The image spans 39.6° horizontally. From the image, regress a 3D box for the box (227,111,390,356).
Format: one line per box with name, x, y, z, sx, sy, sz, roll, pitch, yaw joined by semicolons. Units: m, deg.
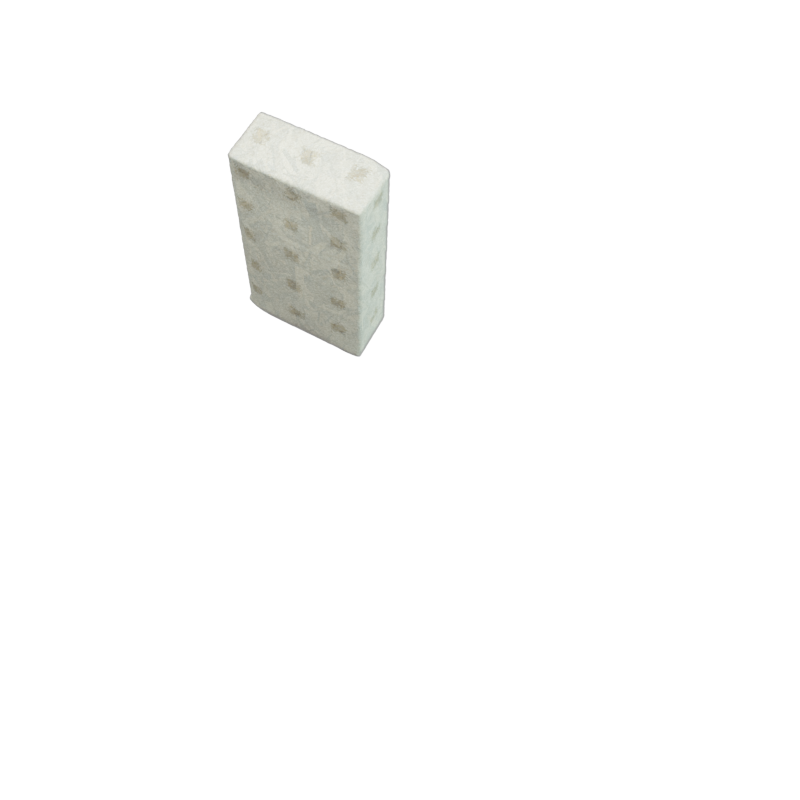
box;-0.056;-0.103;0.720;0.096;0.049;0.165;28;-28;12
